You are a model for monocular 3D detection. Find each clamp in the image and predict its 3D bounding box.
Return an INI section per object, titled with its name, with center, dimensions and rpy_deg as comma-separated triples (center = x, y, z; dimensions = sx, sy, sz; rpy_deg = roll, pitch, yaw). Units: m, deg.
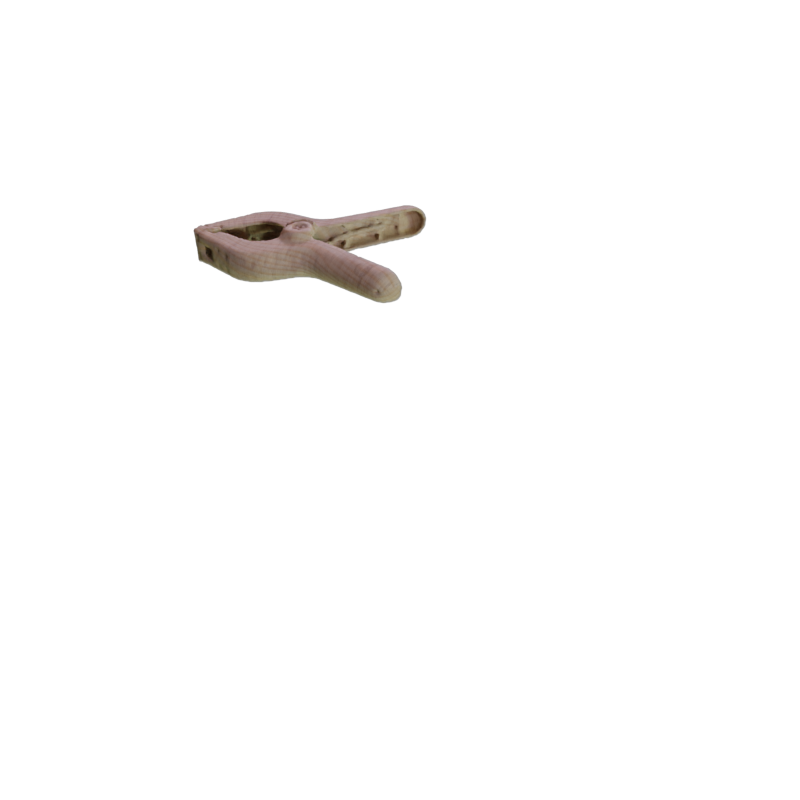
[clamp]
center = -0.064, -0.117, 0.820
dimensions = 0.177, 0.037, 0.123
rpy_deg = 11, 30, 19
